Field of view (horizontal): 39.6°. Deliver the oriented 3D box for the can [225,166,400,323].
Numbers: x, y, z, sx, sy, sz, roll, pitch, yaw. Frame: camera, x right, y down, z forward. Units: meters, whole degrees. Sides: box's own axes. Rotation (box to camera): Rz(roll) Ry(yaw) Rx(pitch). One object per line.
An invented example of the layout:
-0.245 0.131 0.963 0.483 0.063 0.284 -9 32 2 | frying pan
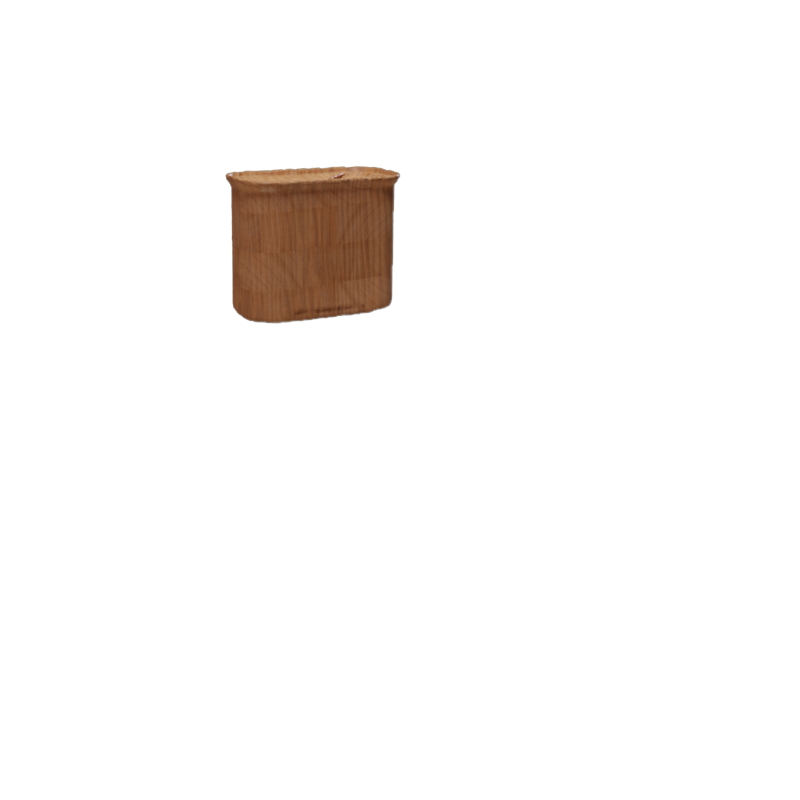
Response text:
-0.052 -0.095 0.668 0.099 0.081 0.061 -7 15 -25 | can
